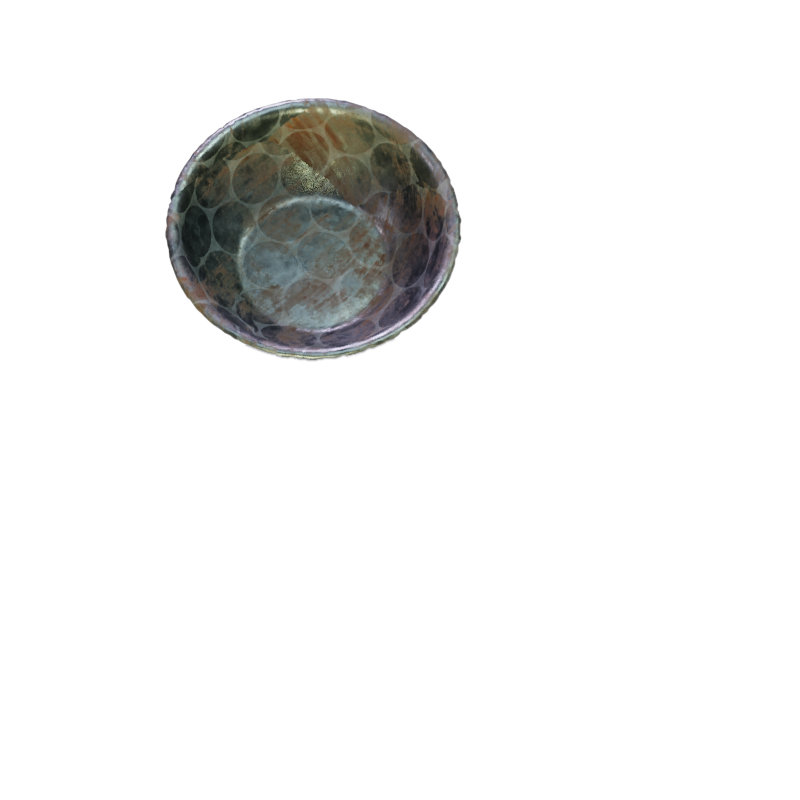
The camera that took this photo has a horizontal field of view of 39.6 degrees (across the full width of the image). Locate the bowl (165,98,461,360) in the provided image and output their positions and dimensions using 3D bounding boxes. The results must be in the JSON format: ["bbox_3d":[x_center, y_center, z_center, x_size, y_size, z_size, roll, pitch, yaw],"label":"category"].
[{"bbox_3d":[-0.049,-0.090,0.630,0.162,0.171,0.052,-1,-25,-1],"label":"bowl"}]
